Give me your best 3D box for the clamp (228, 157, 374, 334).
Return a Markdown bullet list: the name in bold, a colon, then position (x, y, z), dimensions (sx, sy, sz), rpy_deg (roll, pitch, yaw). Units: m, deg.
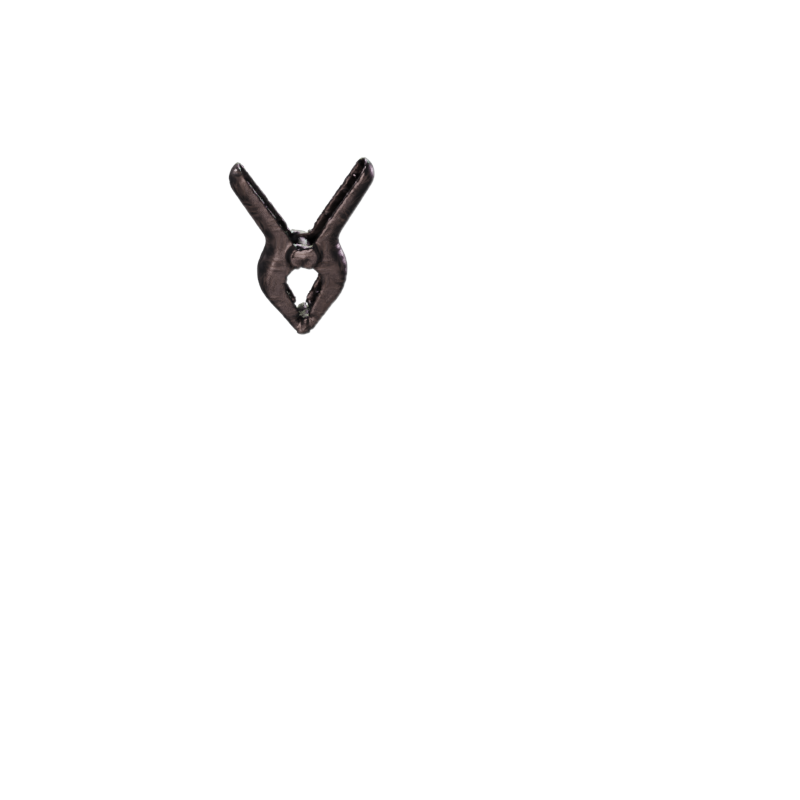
- **clamp**: position (-0.075, -0.137, 0.956), dimensions (0.120, 0.160, 0.042), rpy_deg (-6, 36, 4)
